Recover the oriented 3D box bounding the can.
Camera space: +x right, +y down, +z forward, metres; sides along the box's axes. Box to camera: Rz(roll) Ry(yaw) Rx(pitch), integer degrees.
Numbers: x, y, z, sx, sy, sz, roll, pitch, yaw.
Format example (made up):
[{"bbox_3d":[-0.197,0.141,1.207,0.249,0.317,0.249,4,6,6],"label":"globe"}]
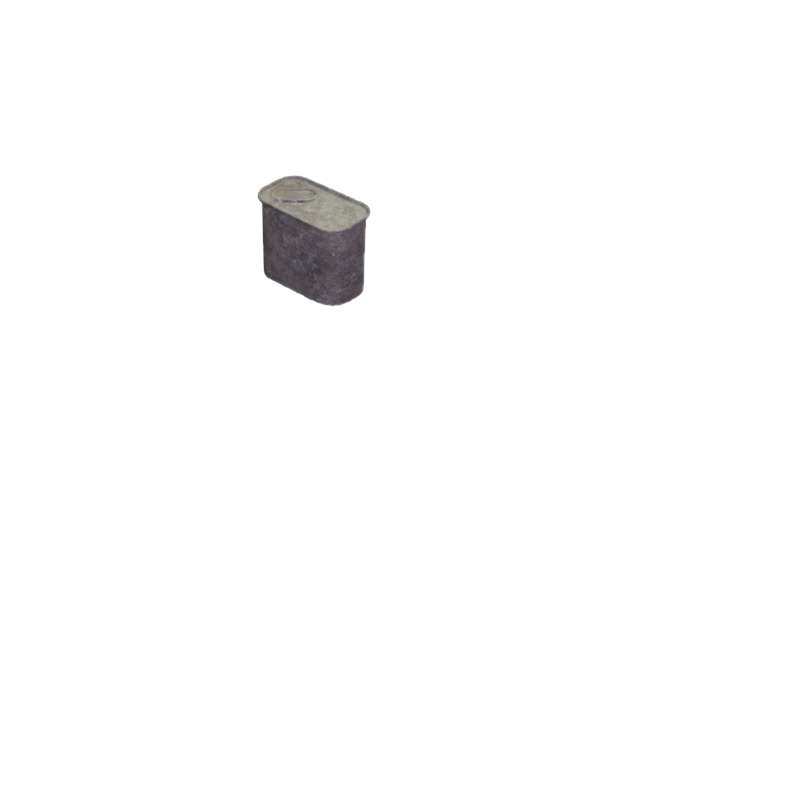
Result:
[{"bbox_3d":[-0.077,-0.141,0.988,0.108,0.078,0.058,28,44,31],"label":"can"}]
